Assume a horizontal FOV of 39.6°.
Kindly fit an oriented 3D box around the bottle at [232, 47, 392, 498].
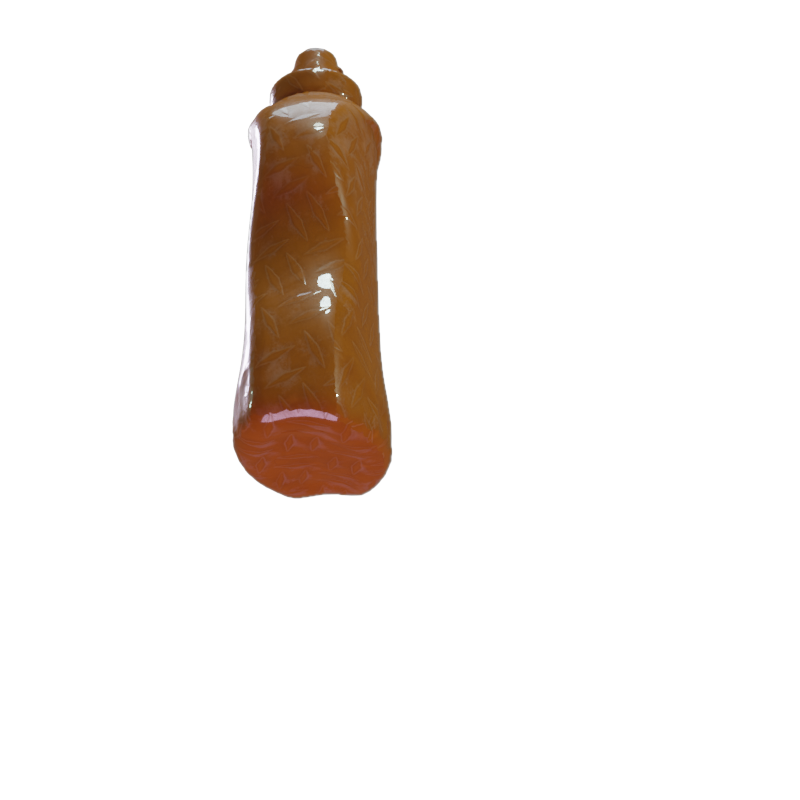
[{"bbox_3d":[-0.035,-0.065,0.455,0.059,0.204,0.090,-5,-28,6],"label":"bottle"}]
